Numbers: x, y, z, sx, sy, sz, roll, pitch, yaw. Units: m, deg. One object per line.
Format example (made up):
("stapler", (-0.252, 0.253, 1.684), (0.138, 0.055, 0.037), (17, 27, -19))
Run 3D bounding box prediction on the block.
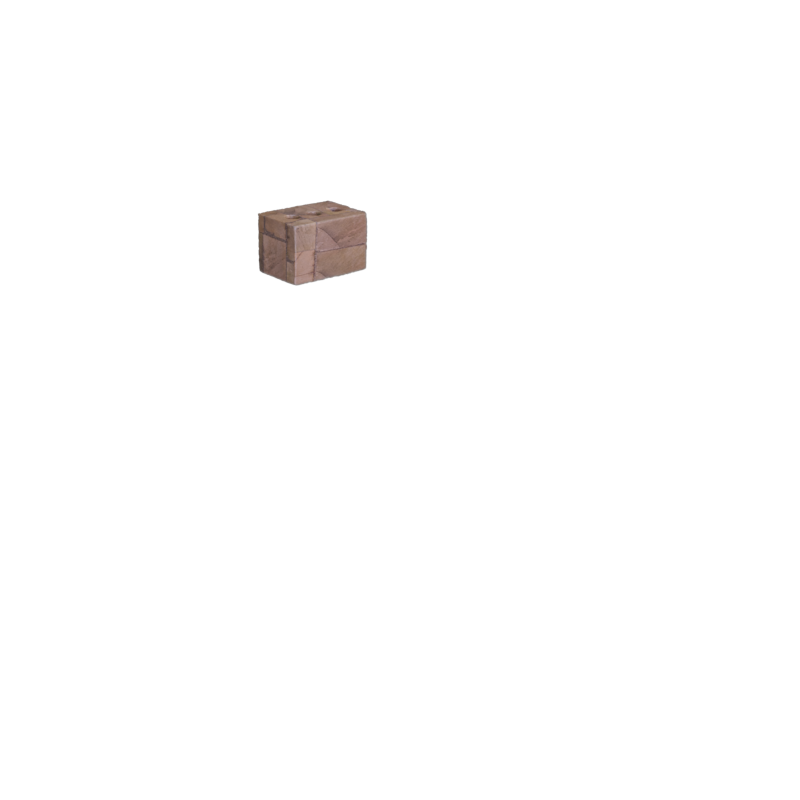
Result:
("block", (-0.072, -0.132, 0.923), (0.076, 0.049, 0.056), (-17, 26, -38))
